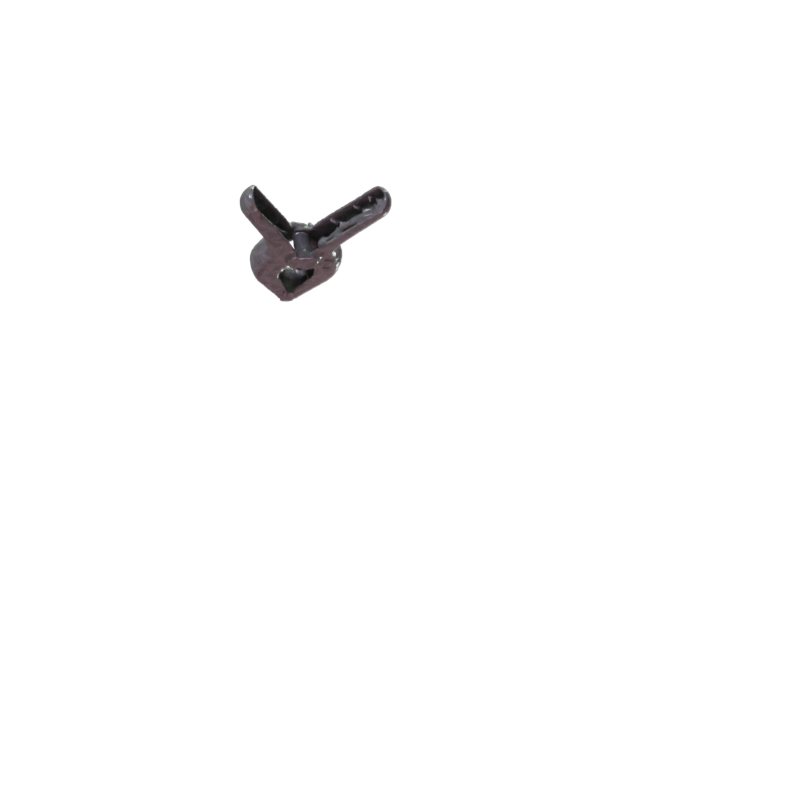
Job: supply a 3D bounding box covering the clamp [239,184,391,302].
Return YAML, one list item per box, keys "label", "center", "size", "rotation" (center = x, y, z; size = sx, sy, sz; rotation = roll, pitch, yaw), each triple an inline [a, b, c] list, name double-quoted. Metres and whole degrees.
- label: "clamp"
  center: [-0.073, -0.133, 0.928]
  size: [0.119, 0.041, 0.164]
  rotation: [2, -20, -5]
